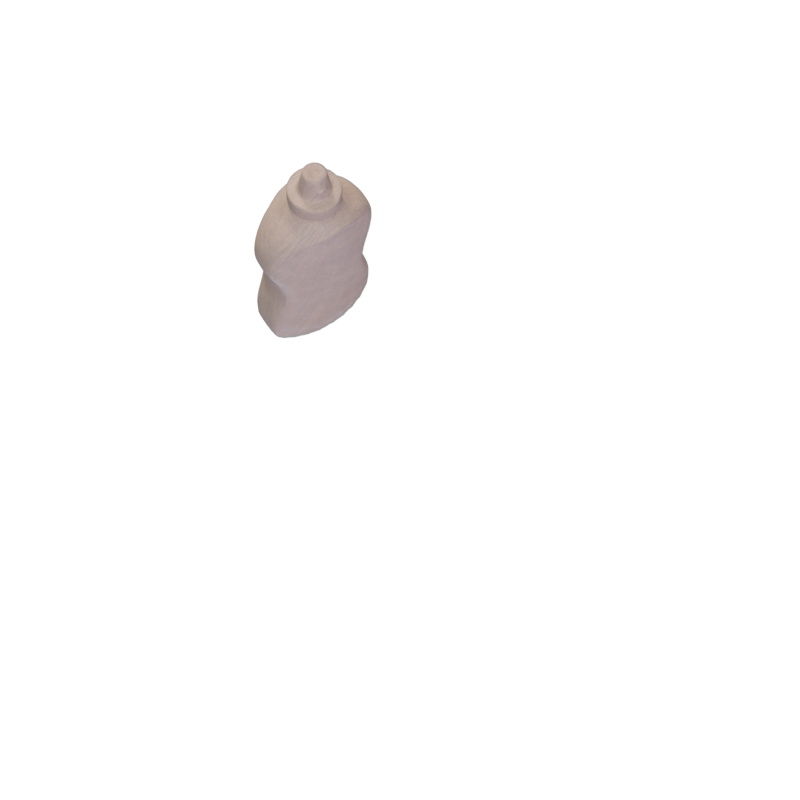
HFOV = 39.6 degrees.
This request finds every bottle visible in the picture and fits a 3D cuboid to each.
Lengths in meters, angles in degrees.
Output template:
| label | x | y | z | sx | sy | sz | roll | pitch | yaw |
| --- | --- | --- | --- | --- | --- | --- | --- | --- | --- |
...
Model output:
| label | x | y | z | sx | sy | sz | roll | pitch | yaw |
| --- | --- | --- | --- | --- | --- | --- | --- | --- | --- |
| bottle | -0.067 | -0.123 | 0.862 | 0.096 | 0.062 | 0.181 | -31 | -20 | -17 |
